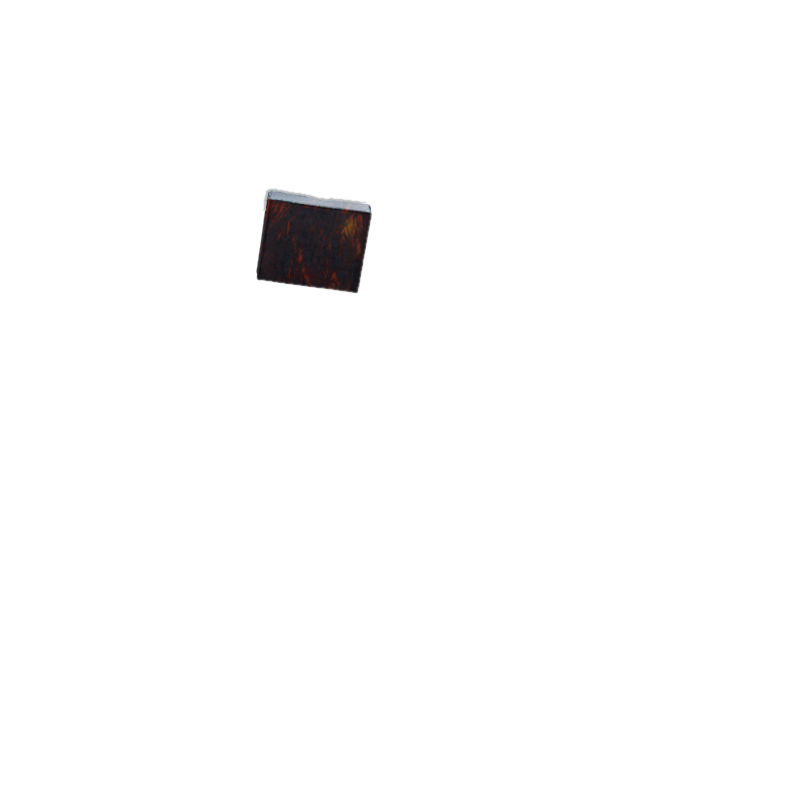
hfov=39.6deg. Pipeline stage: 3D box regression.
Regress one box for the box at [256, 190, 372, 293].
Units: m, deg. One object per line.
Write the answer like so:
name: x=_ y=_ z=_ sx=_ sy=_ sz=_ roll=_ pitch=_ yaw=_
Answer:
box: x=-0.073 y=-0.134 z=0.936 sx=0.089 sy=0.070 sz=0.032 roll=8 pitch=20 yaw=-3
